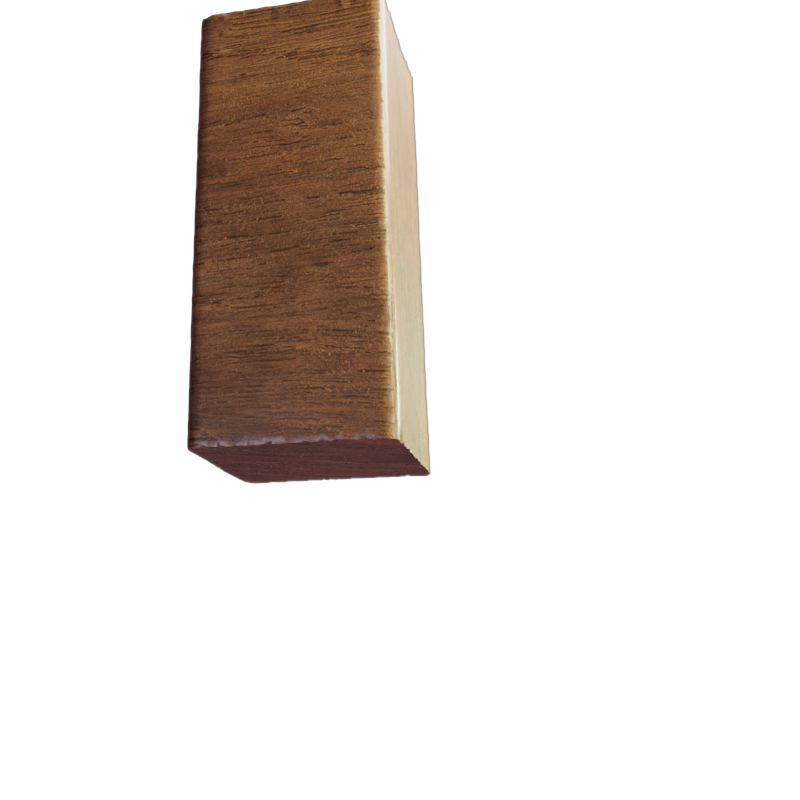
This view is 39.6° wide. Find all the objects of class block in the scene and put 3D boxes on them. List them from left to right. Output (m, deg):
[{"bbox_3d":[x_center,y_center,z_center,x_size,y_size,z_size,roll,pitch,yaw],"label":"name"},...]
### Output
[{"bbox_3d":[-0.041,-0.074,0.516,0.092,0.216,0.085,-6,-20,11],"label":"block"}]
